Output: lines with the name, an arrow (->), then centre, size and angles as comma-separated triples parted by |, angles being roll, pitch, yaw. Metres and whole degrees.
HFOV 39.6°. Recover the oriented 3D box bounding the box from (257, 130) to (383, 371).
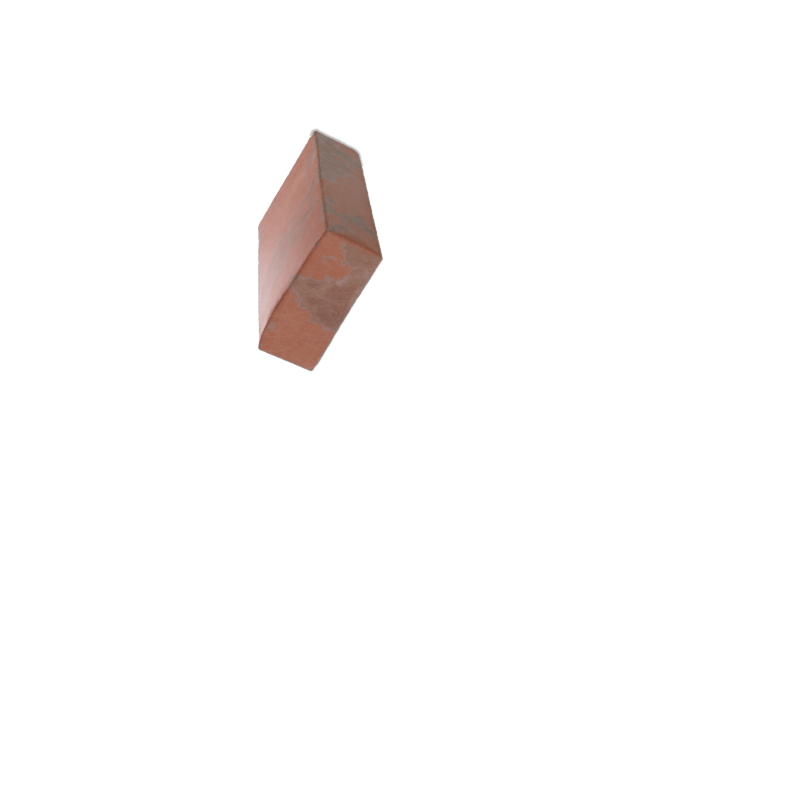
box -> -0.058, -0.106, 0.744 | 0.046, 0.091, 0.187 | 26, 26, -18
